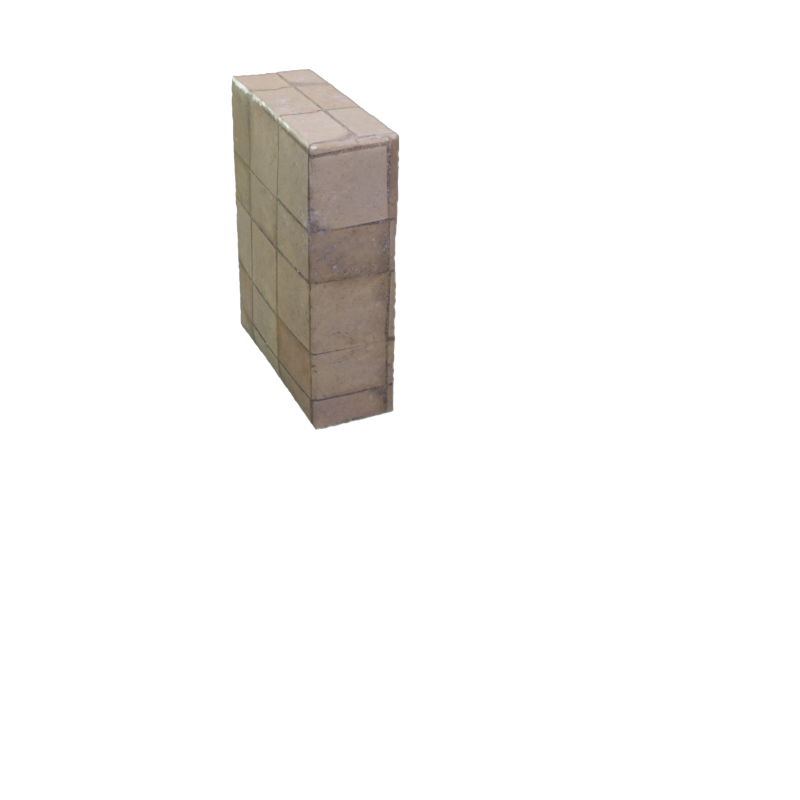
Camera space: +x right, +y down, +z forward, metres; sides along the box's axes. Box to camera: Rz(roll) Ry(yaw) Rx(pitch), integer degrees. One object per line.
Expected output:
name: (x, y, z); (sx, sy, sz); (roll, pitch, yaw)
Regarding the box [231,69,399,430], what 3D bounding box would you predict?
box: (-0.063, -0.115, 0.804); (0.070, 0.202, 0.177); (-10, 31, -22)
